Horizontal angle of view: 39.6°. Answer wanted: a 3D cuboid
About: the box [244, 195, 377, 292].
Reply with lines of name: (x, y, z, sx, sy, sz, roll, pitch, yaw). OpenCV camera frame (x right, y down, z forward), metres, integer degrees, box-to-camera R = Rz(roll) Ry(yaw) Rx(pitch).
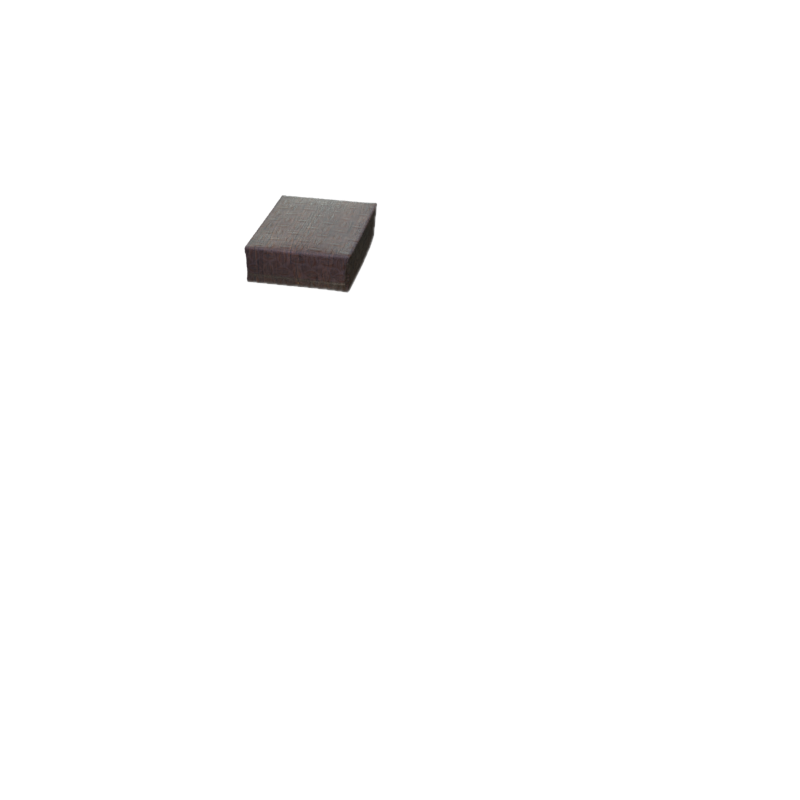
box: (-0.075, -0.136, 0.955, 0.091, 0.037, 0.118, 6, 31, 10)
